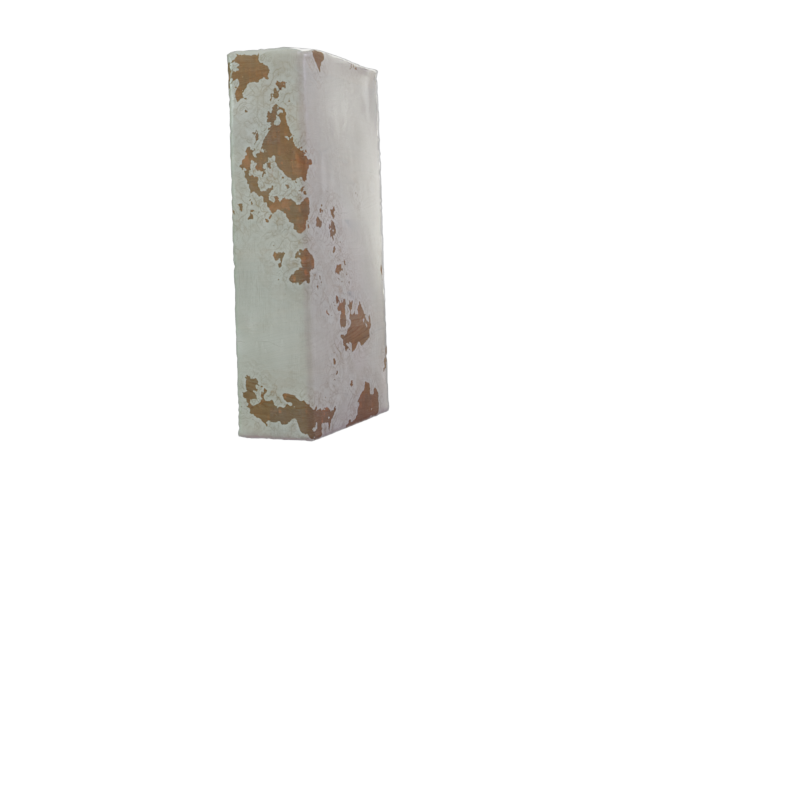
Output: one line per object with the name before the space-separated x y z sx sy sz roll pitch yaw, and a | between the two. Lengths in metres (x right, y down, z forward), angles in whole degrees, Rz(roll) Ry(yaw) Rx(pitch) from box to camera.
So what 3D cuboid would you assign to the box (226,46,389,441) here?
box | -0.042 -0.076 0.534 0.049 0.175 0.091 1 4 22
